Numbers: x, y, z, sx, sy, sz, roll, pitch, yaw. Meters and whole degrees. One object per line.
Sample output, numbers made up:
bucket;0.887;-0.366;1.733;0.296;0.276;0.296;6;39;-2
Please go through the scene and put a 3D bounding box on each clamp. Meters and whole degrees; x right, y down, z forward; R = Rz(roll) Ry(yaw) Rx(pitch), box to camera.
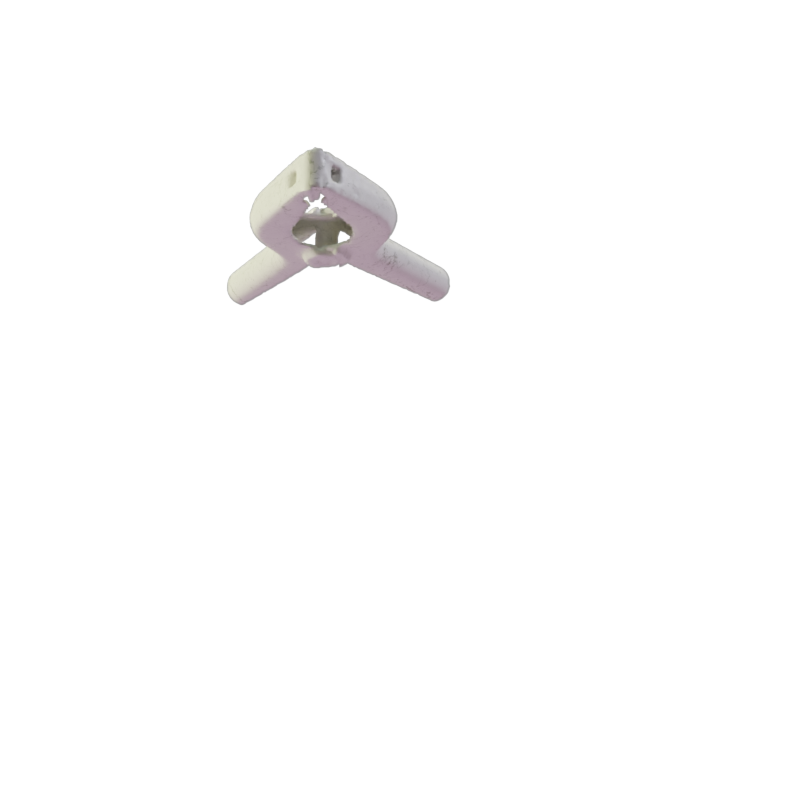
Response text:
clamp;-0.059;-0.107;0.748;0.166;0.038;0.198;-3;-17;10
